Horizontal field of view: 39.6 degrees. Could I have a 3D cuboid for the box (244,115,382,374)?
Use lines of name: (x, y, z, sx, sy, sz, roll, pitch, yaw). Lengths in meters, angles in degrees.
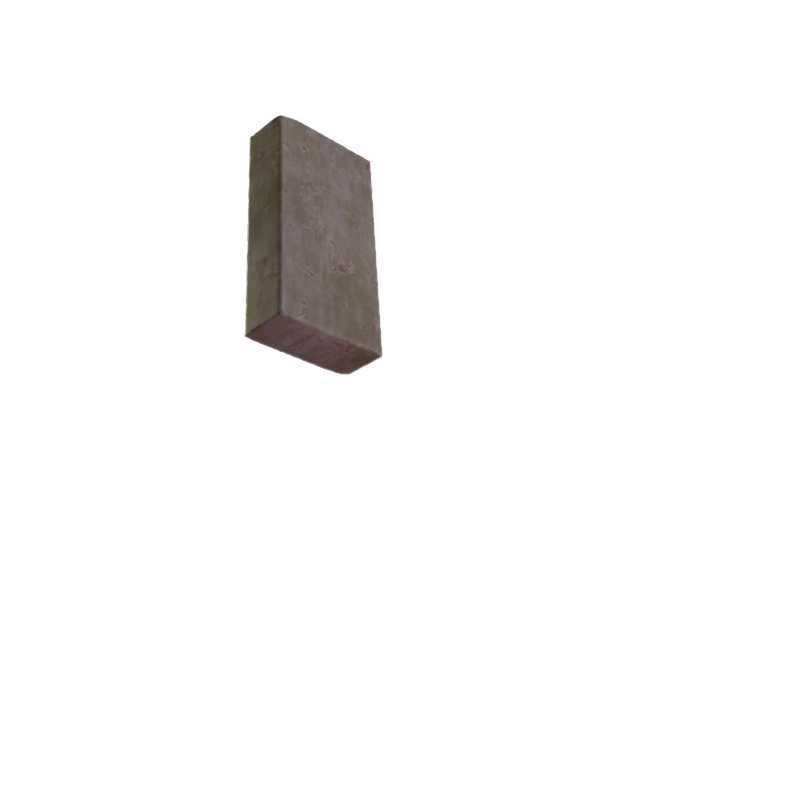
box: (-0.062, -0.113, 0.792, 0.088, 0.188, 0.048, 23, -40, -35)
